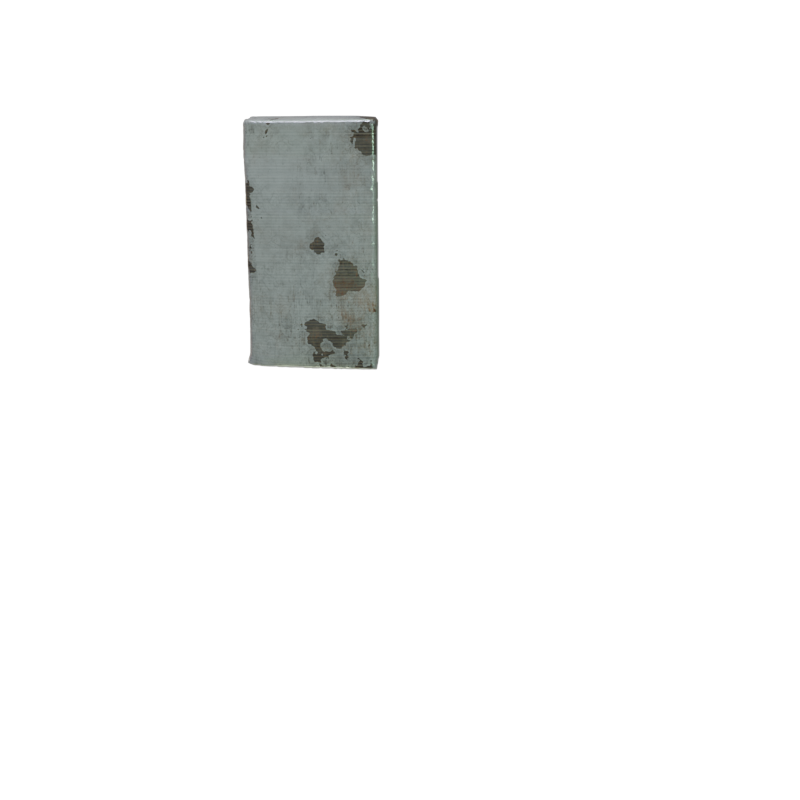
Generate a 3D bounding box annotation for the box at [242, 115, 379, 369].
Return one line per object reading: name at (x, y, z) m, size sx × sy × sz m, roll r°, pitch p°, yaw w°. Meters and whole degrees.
box at (-0.061, -0.112, 0.782) m, size 0.094 × 0.173 × 0.049 m, roll 1°, pitch 9°, yaw 5°
